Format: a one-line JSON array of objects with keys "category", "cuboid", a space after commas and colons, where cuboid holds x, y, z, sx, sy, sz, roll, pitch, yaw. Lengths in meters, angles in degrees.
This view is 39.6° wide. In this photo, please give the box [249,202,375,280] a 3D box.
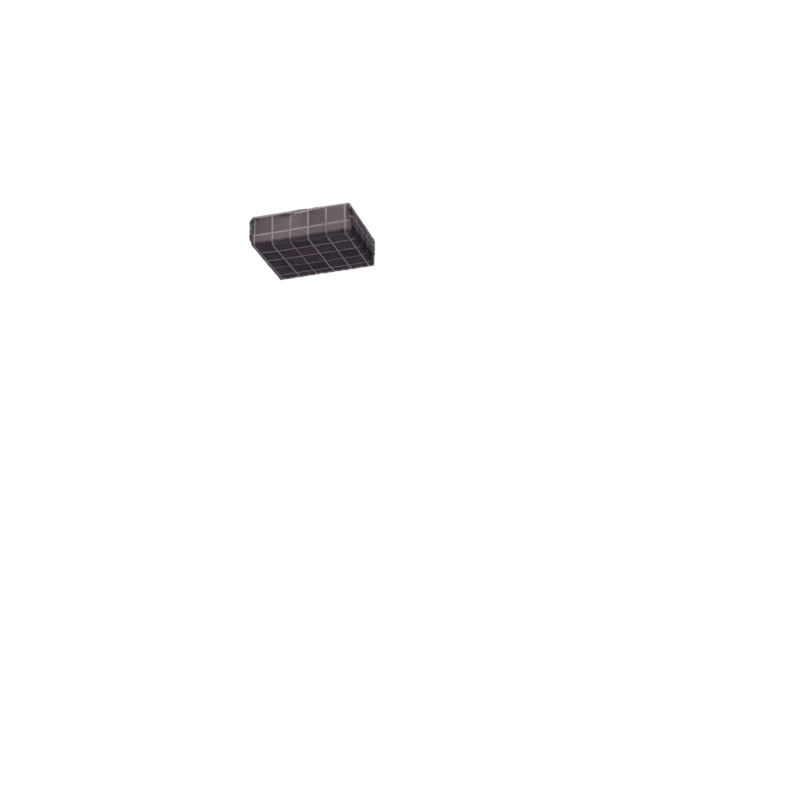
[{"category": "box", "cuboid": [-0.073, -0.133, 0.932, 0.091, 0.032, 0.068, -6, -20, 16]}]
